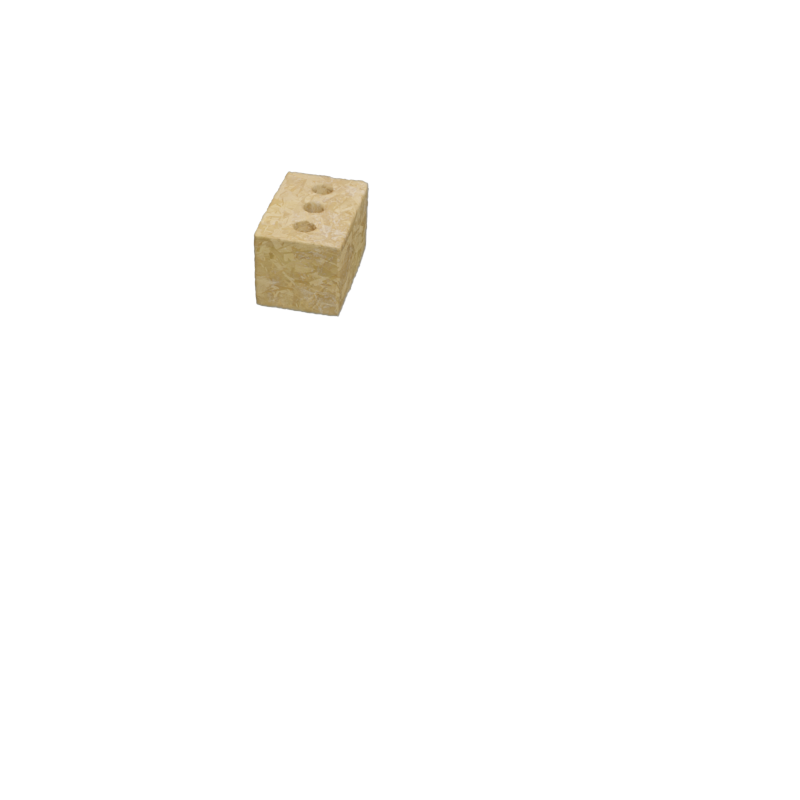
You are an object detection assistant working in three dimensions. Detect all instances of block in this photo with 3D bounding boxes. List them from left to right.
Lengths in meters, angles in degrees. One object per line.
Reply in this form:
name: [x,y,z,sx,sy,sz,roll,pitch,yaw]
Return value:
block: [-0.052,-0.095,0.667,0.054,0.048,0.082,8,38,8]
